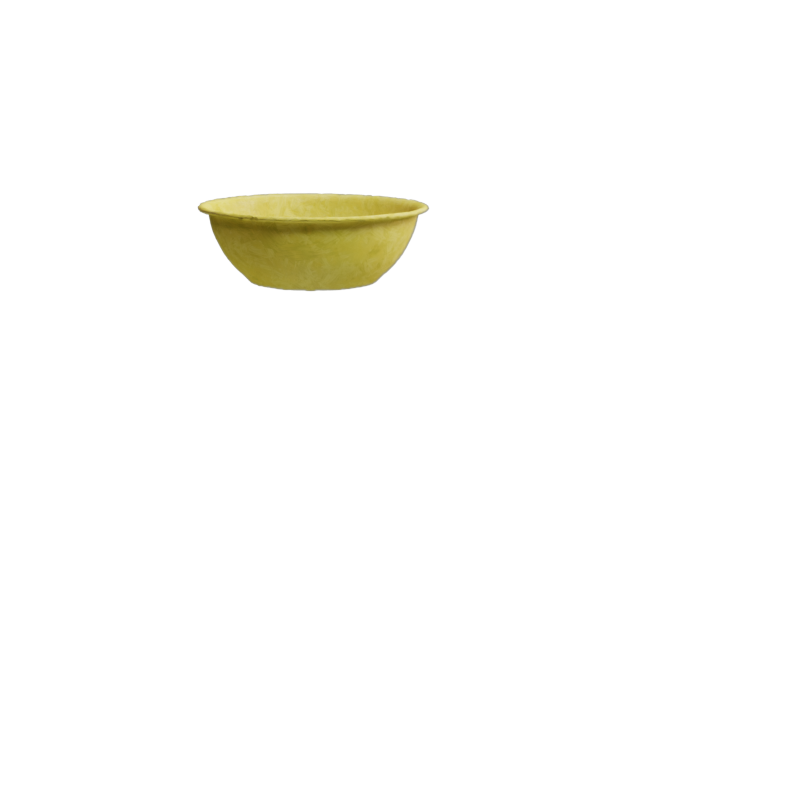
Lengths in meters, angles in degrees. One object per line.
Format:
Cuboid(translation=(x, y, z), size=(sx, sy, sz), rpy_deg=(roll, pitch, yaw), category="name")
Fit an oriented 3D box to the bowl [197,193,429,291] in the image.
Cuboid(translation=(-0.061, -0.111, 0.779), size=(0.162, 0.054, 0.167), rpy_deg=(0, 15, -2), category="bowl")
